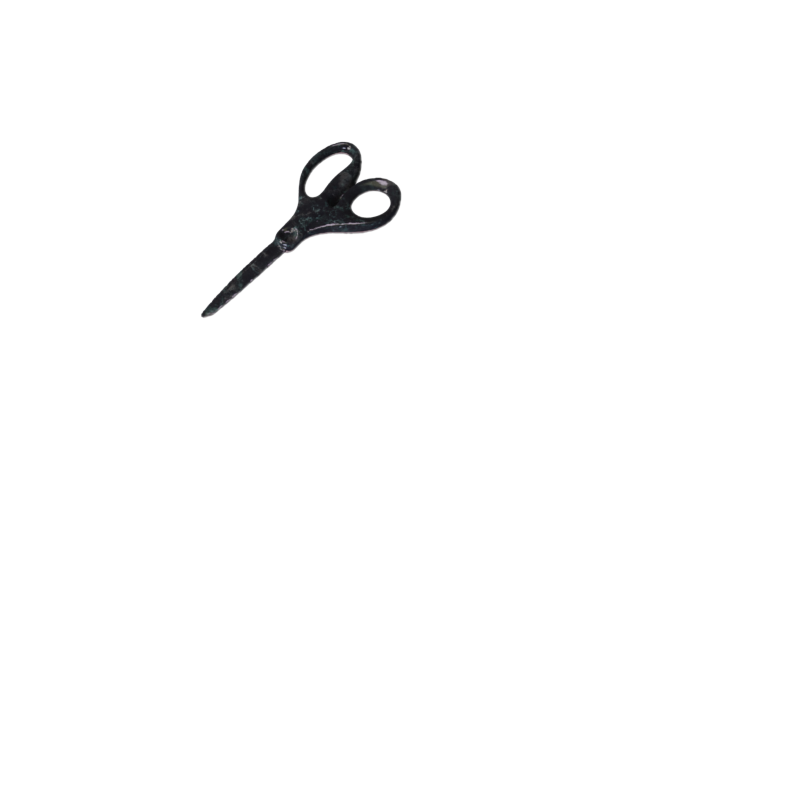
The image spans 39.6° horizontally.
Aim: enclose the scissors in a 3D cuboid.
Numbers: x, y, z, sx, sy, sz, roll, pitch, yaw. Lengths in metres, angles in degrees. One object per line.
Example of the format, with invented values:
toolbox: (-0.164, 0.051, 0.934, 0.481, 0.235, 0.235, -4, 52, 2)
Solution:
scissors: (-0.070, -0.127, 0.893, 0.099, 0.209, 0.015, 21, -29, 12)
